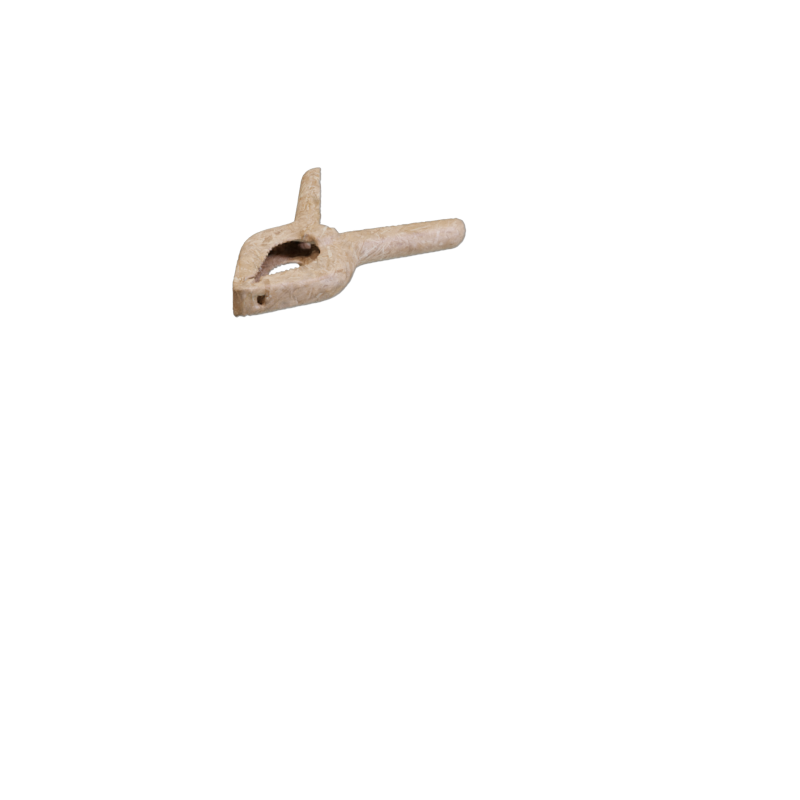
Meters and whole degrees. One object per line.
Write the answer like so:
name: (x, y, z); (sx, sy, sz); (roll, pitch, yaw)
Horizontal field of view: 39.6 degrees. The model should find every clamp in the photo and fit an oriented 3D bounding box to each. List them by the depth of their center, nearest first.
clamp: (-0.071, -0.130, 0.908); (0.175, 0.034, 0.210); (28, 45, 33)
